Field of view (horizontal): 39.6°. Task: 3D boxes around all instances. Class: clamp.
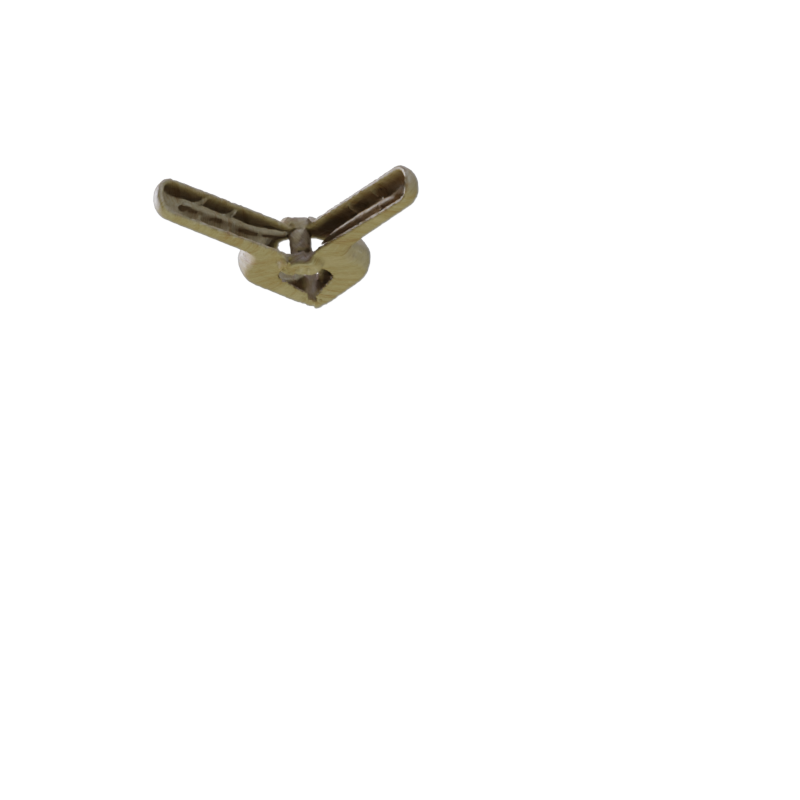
[{"bbox_3d":[-0.060,-0.109,0.764,0.166,0.038,0.199,-3,-15,10],"label":"clamp"}]
